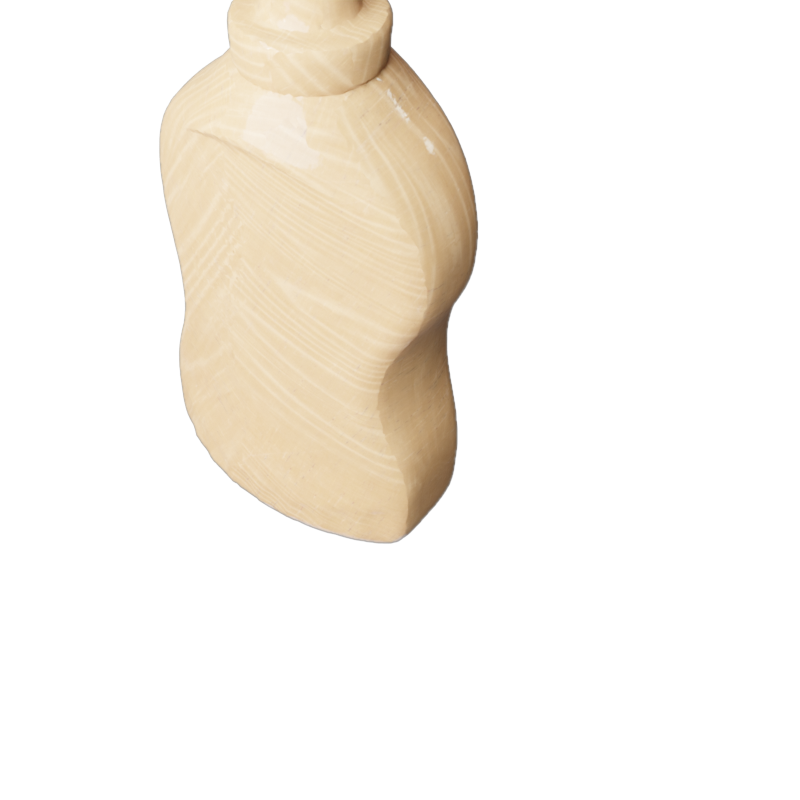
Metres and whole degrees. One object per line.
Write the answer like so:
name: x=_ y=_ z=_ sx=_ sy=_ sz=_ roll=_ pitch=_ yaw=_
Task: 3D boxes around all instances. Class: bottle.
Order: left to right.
bottle: x=-0.025 y=-0.045 z=0.319 sx=0.102 sy=0.179 sz=0.059 roll=31 pitch=50 yaw=26
